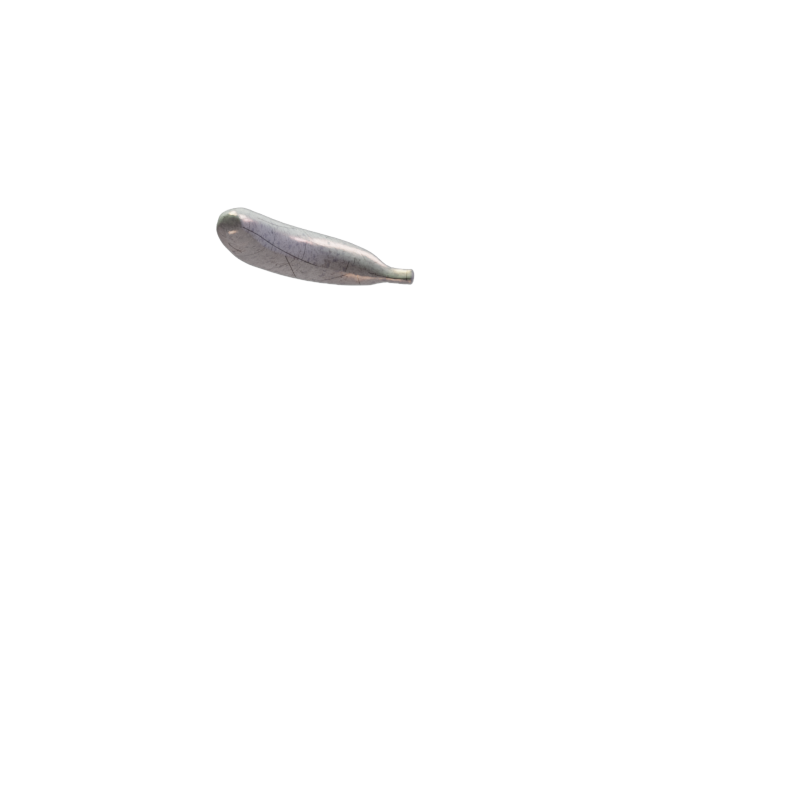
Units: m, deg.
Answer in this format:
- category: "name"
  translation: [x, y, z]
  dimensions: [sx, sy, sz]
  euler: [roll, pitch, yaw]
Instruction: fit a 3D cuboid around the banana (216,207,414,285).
- category: "banana"
  translation: [-0.075, -0.113, 0.820]
  dimensions: [0.071, 0.038, 0.188]
  euler: [-7, -10, 41]
